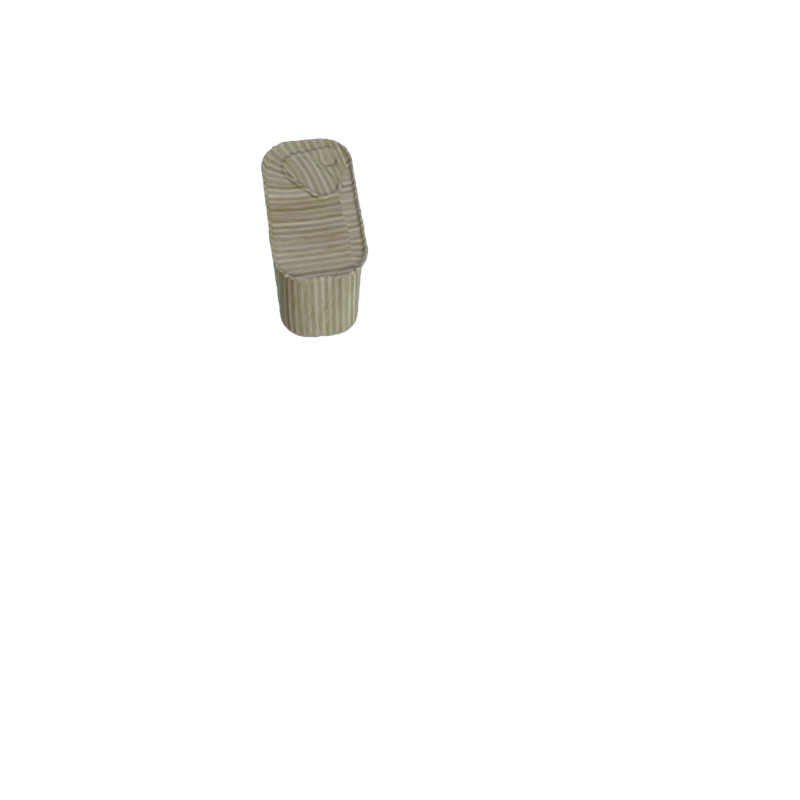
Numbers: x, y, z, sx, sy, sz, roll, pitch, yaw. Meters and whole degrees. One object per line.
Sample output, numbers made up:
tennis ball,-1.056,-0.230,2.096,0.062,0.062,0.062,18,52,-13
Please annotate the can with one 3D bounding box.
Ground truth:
can,-0.056,-0.101,0.709,0.057,0.109,0.079,-7,-27,-6
